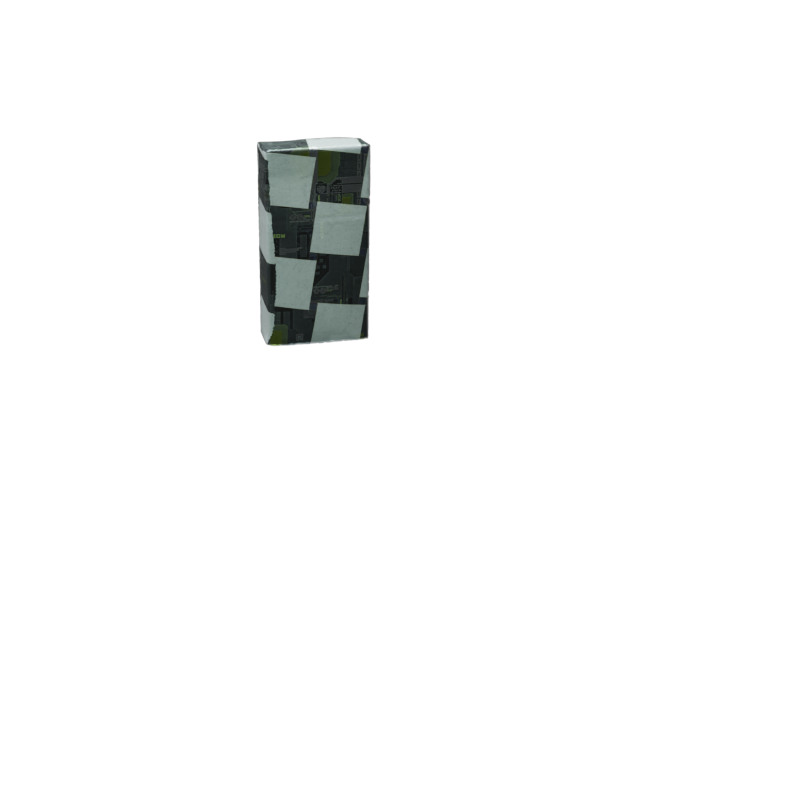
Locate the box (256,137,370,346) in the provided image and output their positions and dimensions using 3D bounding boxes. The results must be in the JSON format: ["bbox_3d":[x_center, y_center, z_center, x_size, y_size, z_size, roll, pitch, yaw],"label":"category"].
[{"bbox_3d":[-0.075,-0.137,0.959,0.092,0.170,0.051,-4,17,-15],"label":"box"}]
